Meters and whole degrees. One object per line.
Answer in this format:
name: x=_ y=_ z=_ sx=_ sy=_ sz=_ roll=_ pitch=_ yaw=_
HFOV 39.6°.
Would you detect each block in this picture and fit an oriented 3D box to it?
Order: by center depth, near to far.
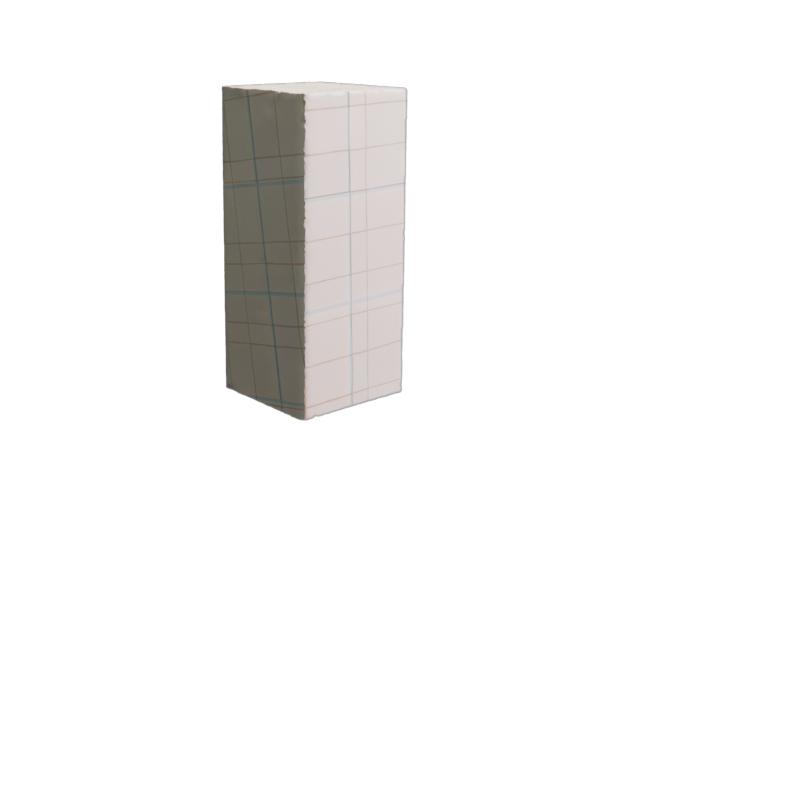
block: x=-0.058 y=-0.106 z=0.739 sx=0.088 sy=0.200 sz=0.095 roll=-11 pitch=18 yaw=-41
